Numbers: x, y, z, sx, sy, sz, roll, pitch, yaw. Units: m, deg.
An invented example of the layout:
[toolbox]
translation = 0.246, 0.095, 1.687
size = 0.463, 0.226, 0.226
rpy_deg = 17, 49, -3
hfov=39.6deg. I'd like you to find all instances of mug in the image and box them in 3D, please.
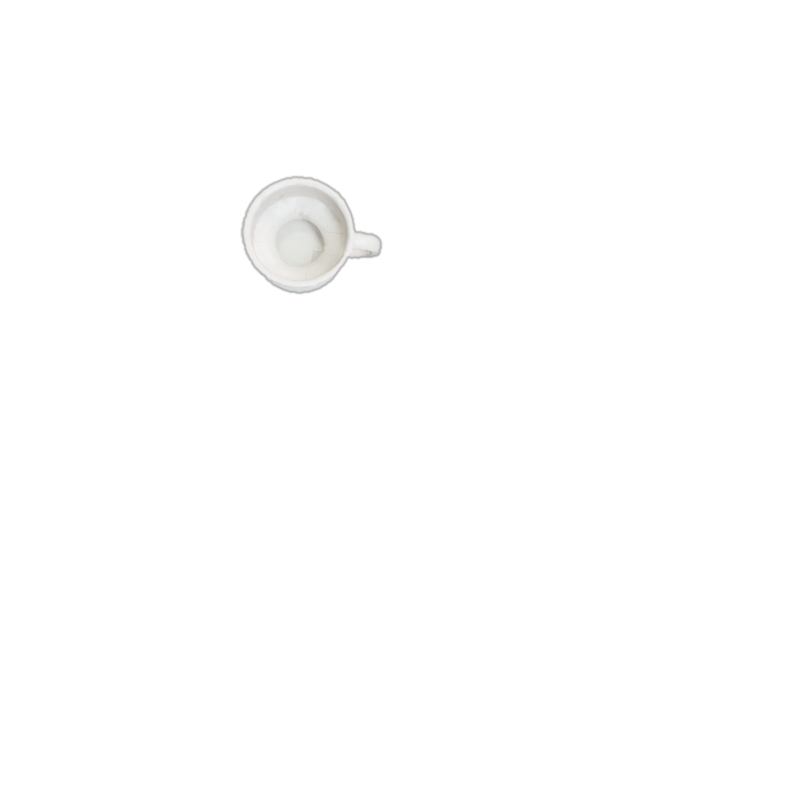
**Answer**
[mug]
translation = -0.075, -0.136, 0.956
size = 0.117, 0.095, 0.080
rpy_deg = 2, -7, -1
